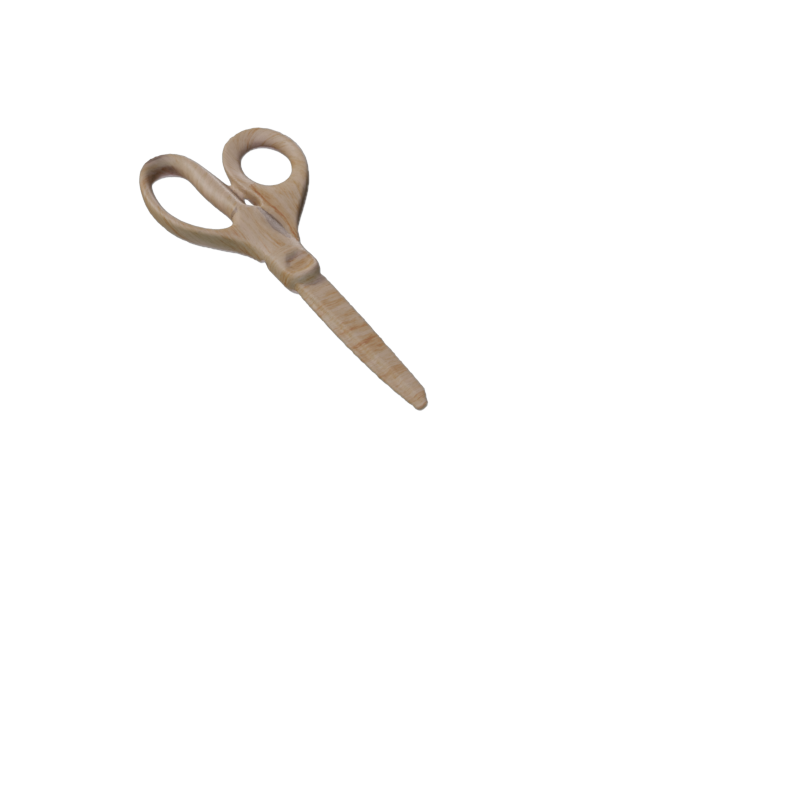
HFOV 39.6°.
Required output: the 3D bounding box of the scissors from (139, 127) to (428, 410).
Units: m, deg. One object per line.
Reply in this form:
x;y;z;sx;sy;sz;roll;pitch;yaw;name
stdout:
-0.043;-0.078;0.550;0.213;0.015;0.098;32;57;24;scissors
